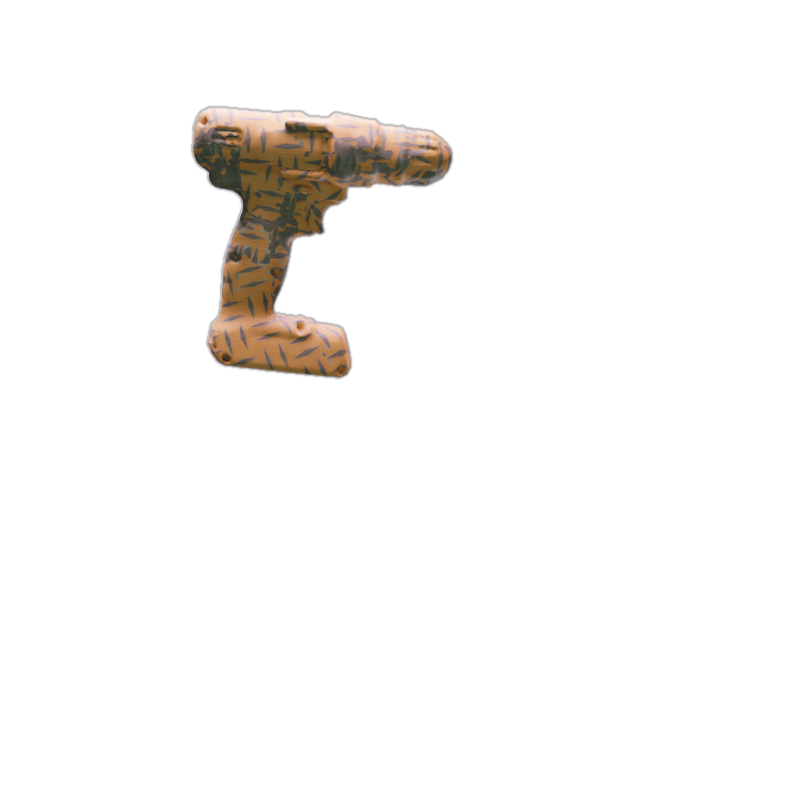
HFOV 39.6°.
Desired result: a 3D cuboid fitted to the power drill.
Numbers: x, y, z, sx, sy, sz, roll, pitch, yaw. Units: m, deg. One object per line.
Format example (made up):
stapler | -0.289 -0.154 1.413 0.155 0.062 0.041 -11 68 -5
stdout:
power drill | -0.063 -0.114 0.799 0.184 0.184 0.059 6 9 -1
